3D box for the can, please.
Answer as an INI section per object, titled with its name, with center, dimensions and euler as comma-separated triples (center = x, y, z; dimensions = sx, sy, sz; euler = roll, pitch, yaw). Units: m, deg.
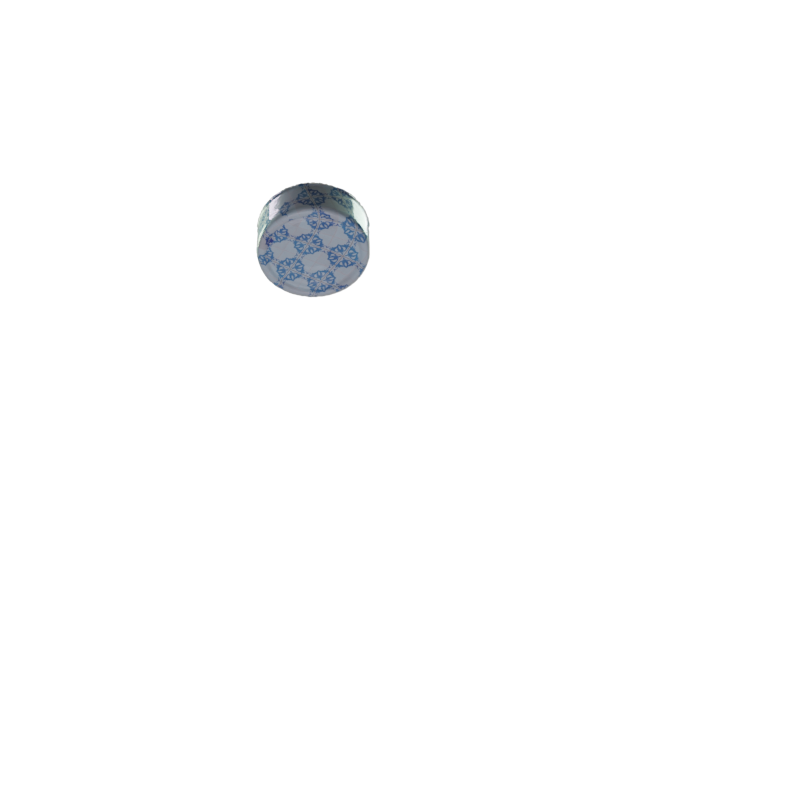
[can]
center = -0.065, -0.119, 0.833
dimensions = 0.086, 0.080, 0.036
euler = 1, 41, -1
